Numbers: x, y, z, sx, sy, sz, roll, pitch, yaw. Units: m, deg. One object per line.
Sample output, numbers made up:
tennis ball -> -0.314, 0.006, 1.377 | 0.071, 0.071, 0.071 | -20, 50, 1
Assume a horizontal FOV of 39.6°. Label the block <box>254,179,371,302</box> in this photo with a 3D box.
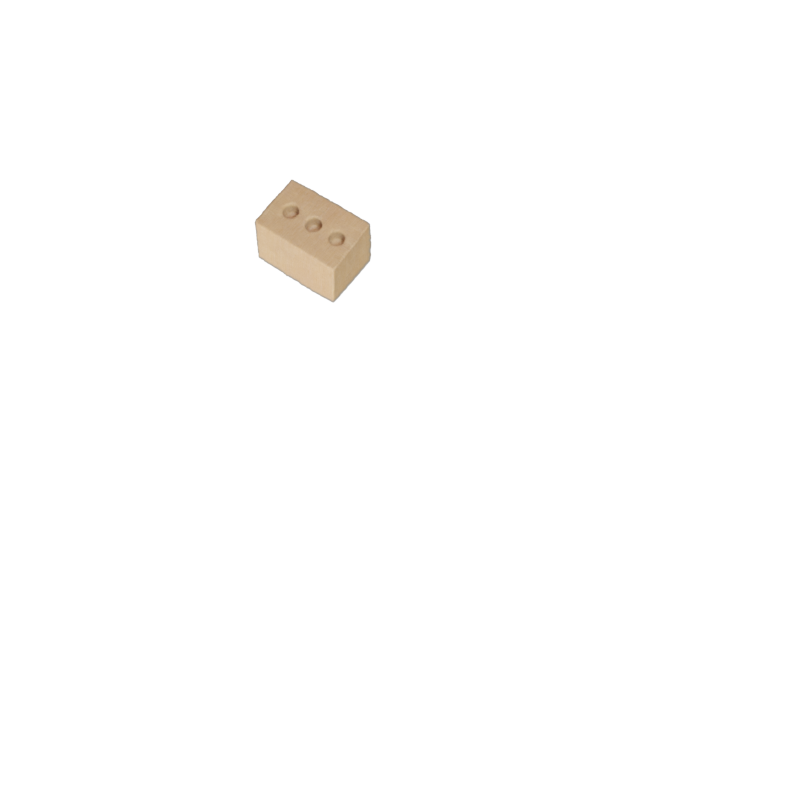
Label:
block -> -0.069, -0.125, 0.877 | 0.081, 0.054, 0.048 | 31, -27, 16
